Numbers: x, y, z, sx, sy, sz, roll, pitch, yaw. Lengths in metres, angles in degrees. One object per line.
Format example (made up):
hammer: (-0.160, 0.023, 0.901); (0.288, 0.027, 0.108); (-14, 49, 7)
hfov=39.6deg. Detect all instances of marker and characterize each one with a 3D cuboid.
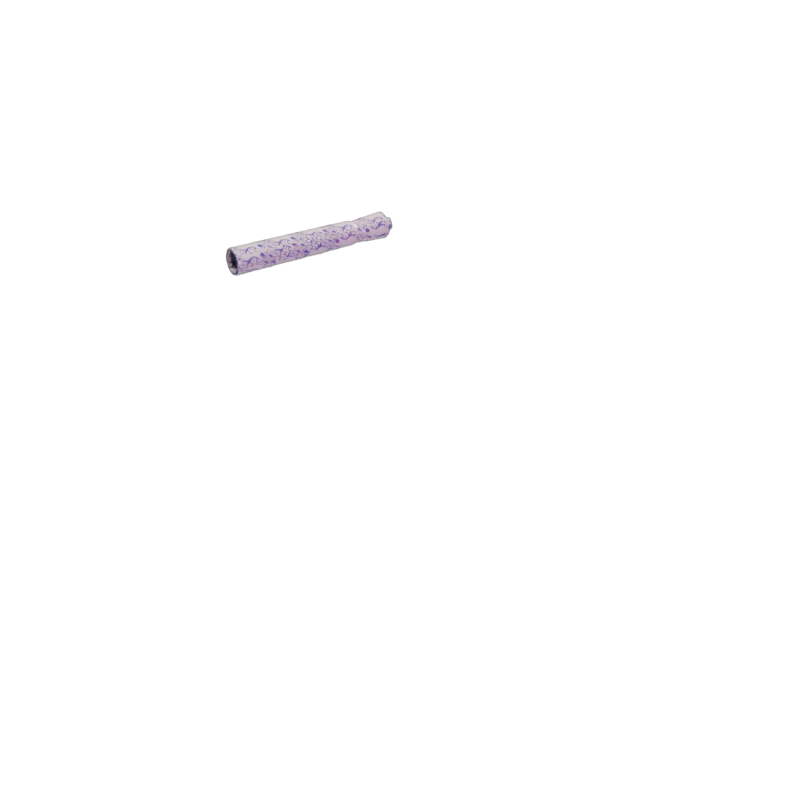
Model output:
marker: (-0.058, -0.105, 0.738); (0.119, 0.019, 0.020); (-18, 12, -27)
